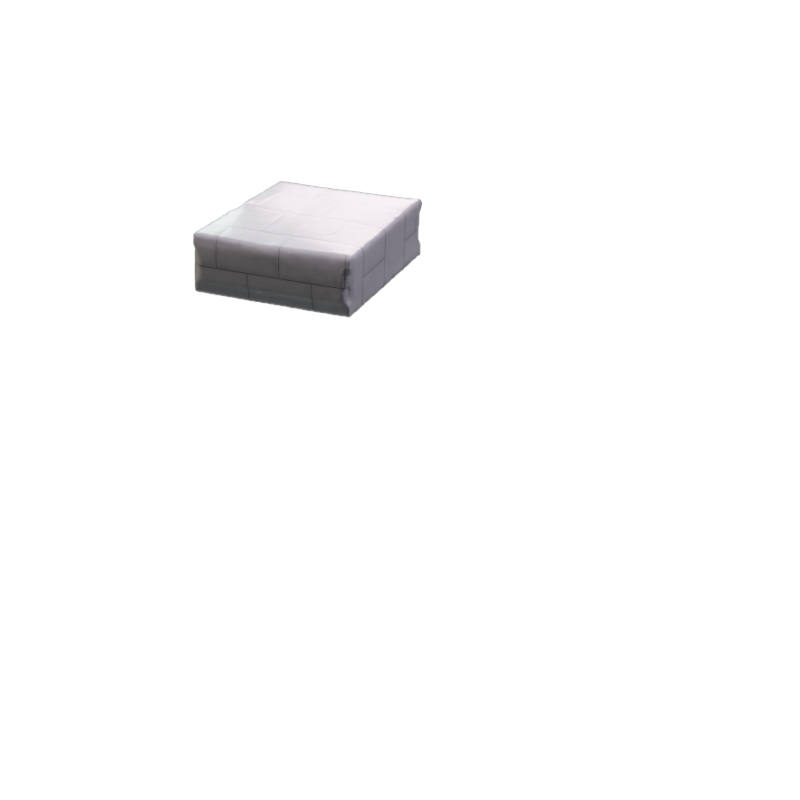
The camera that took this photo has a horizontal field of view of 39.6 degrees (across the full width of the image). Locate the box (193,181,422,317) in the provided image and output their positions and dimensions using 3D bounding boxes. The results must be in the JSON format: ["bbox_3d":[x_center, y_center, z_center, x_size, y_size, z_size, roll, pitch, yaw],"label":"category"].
[{"bbox_3d":[-0.038,-0.070,0.491,0.076,0.029,0.091,10,28,20],"label":"box"}]
